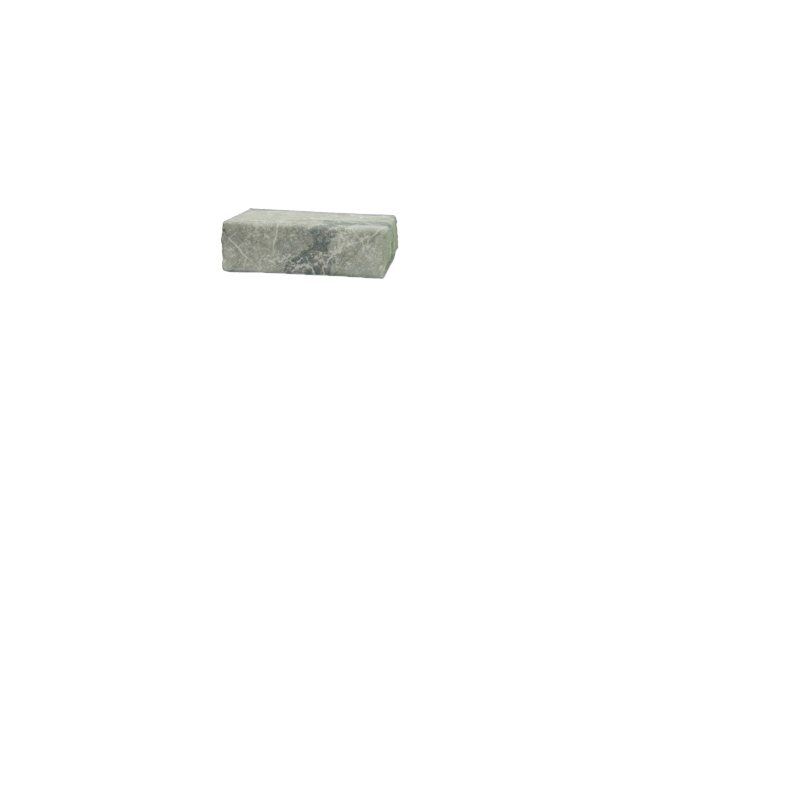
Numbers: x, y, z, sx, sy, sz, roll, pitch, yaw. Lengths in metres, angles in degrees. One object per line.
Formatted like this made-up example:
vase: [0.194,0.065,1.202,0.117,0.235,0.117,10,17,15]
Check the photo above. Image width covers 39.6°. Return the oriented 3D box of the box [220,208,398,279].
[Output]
box: [-0.061,-0.111,0.775,0.115,0.038,0.091,2,13,6]
